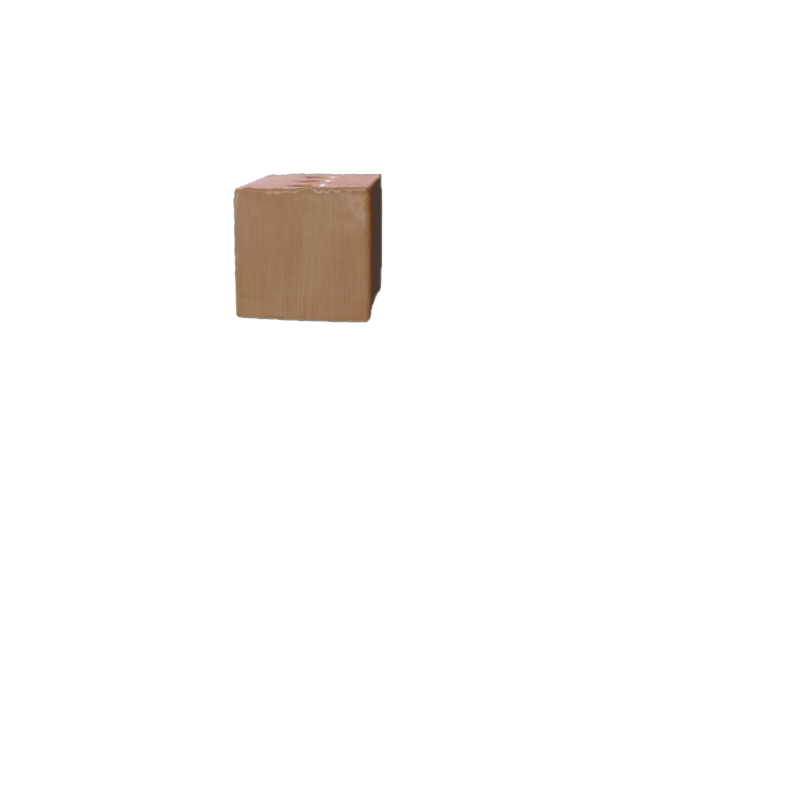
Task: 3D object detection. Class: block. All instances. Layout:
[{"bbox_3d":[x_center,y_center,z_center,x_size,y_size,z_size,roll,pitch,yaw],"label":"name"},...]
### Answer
[{"bbox_3d":[-0.035,-0.064,0.450,0.053,0.050,0.079,1,13,3],"label":"block"}]
